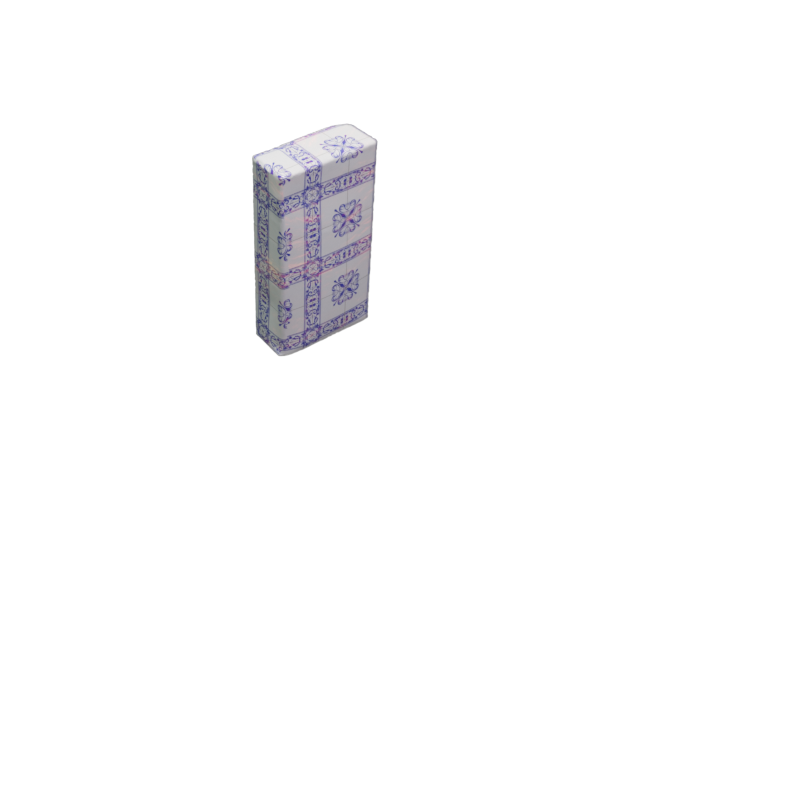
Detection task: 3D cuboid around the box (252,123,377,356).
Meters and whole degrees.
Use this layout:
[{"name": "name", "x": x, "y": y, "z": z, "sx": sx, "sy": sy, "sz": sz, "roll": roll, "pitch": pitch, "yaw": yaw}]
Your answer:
[{"name": "box", "x": -0.069, "y": -0.125, "z": 0.877, "sx": 0.093, "sy": 0.165, "sz": 0.052, "roll": -25, "pitch": 45, "yaw": -32}]
